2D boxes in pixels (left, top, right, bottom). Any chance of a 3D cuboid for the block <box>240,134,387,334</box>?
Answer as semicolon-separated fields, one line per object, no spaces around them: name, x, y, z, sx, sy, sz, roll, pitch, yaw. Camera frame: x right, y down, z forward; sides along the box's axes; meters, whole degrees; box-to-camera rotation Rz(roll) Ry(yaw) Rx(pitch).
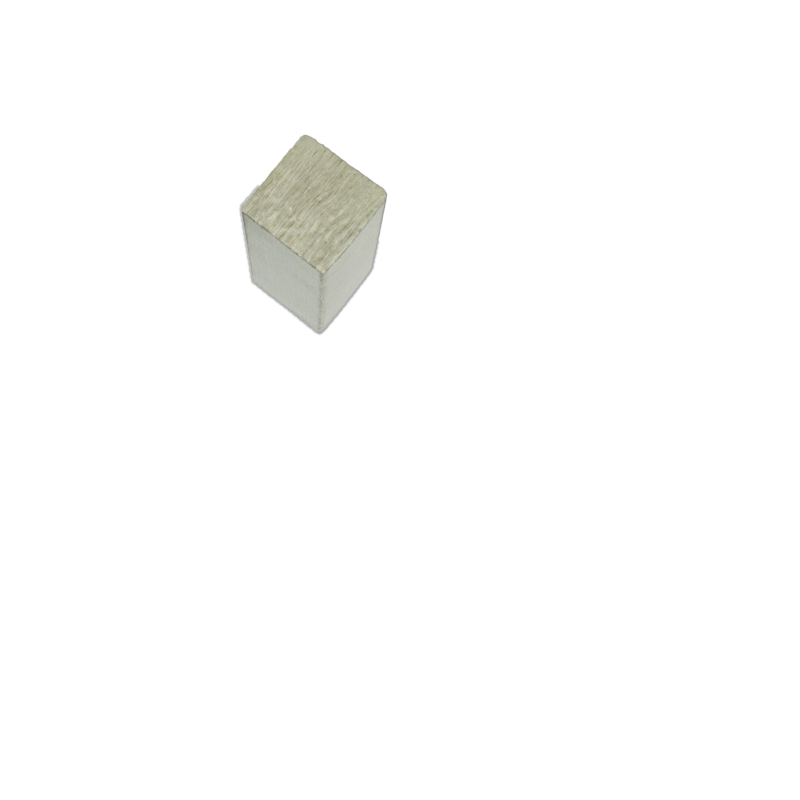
block;-0.078;-0.143;0.999;0.093;0.091;0.199;37;-12;5
